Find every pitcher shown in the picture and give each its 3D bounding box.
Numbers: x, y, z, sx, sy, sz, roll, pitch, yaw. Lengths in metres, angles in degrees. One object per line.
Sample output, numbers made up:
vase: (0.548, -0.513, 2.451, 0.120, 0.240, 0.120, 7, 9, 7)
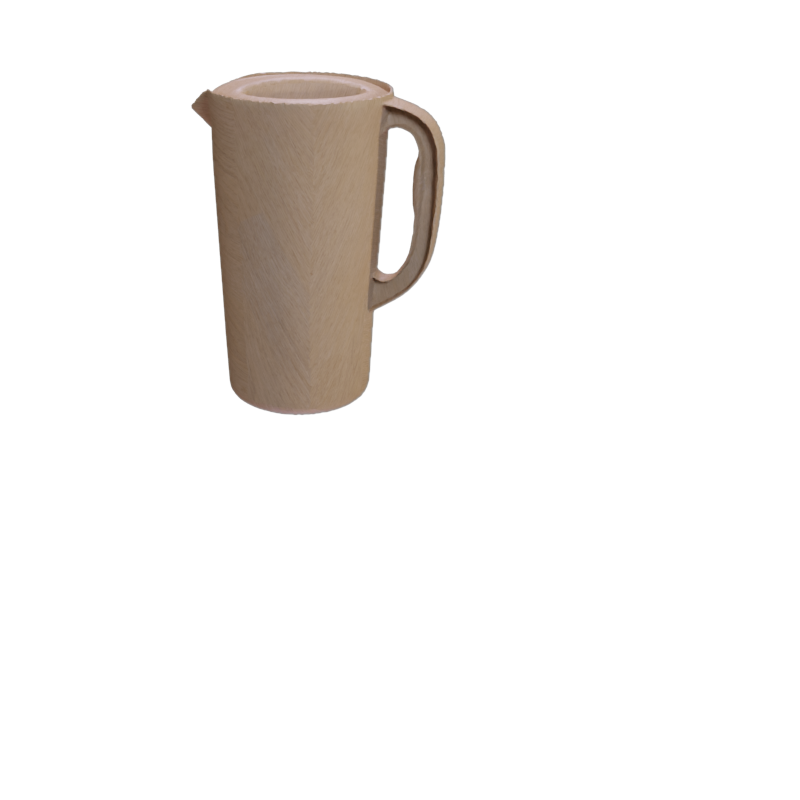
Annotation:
pitcher: (-0.064, -0.116, 0.816, 0.142, 0.233, 0.159, -10, 23, -27)
